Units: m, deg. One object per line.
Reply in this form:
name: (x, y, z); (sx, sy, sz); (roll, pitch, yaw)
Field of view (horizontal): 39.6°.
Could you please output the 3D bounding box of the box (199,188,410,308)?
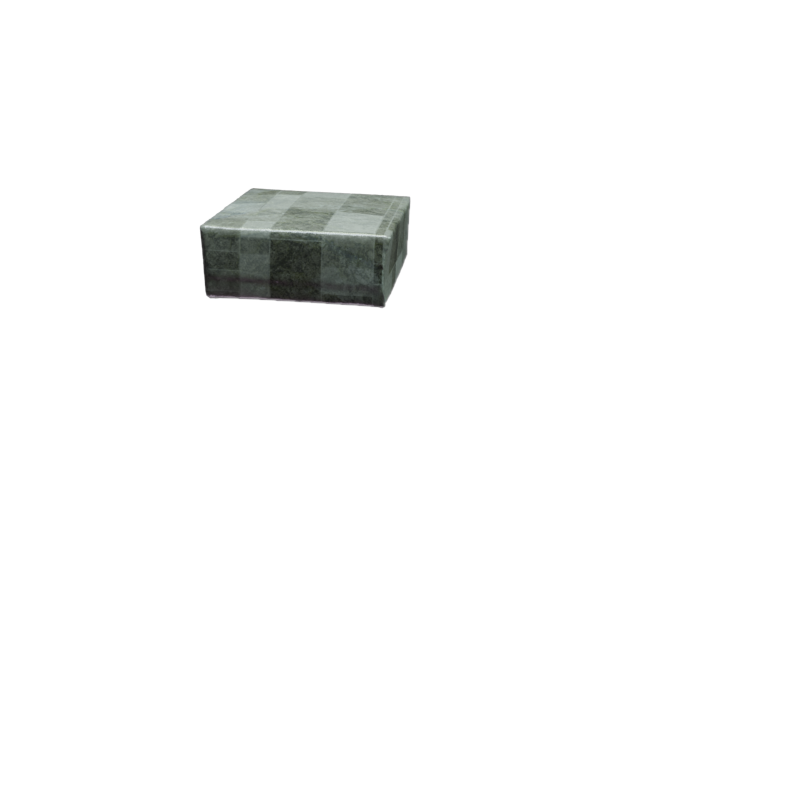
box: (-0.044, -0.080, 0.560); (0.091, 0.037, 0.117); (3, 21, 6)
